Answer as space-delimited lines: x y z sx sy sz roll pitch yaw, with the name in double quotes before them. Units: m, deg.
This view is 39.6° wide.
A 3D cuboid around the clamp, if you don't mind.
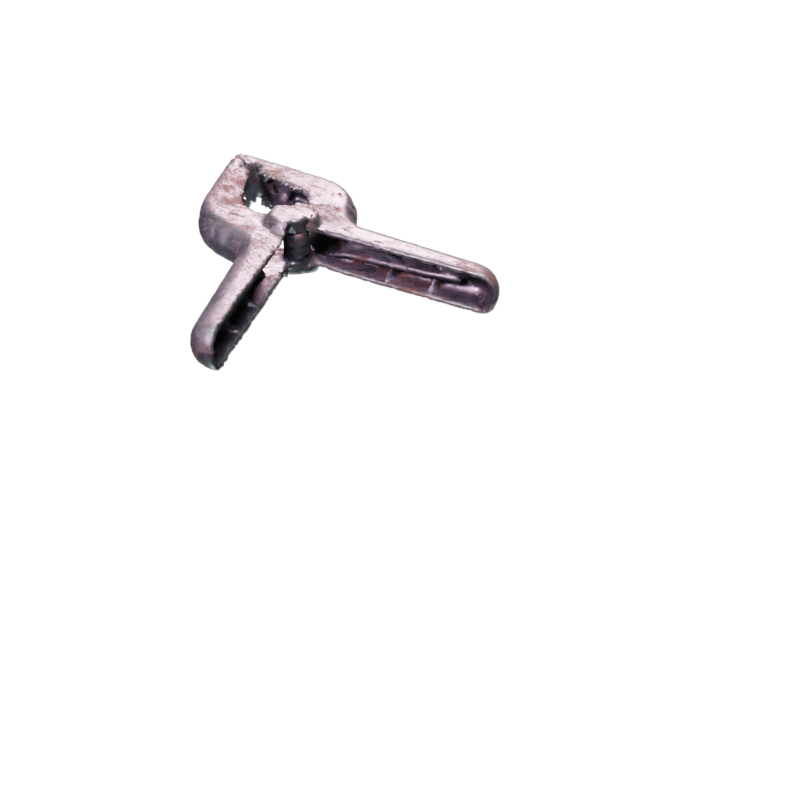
"clamp" -0.050 -0.091 0.635 0.162 0.034 0.226 -8 34 -13
